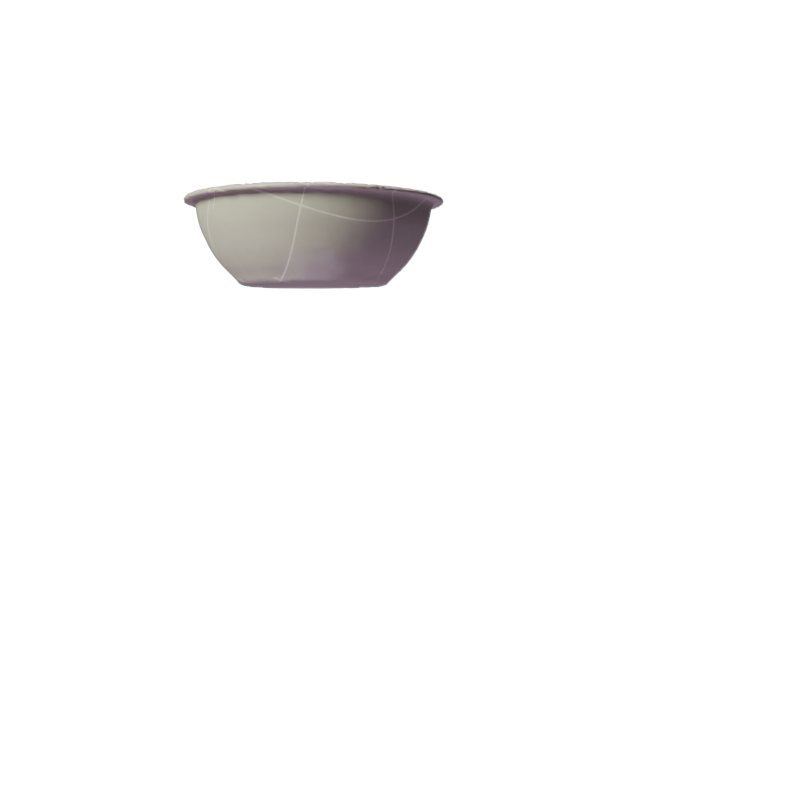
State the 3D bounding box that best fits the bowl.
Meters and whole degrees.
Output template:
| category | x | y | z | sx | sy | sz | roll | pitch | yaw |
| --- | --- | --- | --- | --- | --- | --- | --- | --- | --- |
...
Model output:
| category | x | y | z | sx | sy | sz | roll | pitch | yaw |
| --- | --- | --- | --- | --- | --- | --- | --- | --- | --- |
| bowl | -0.054 | -0.098 | 0.689 | 0.162 | 0.055 | 0.162 | 0 | 2 | -2 |
